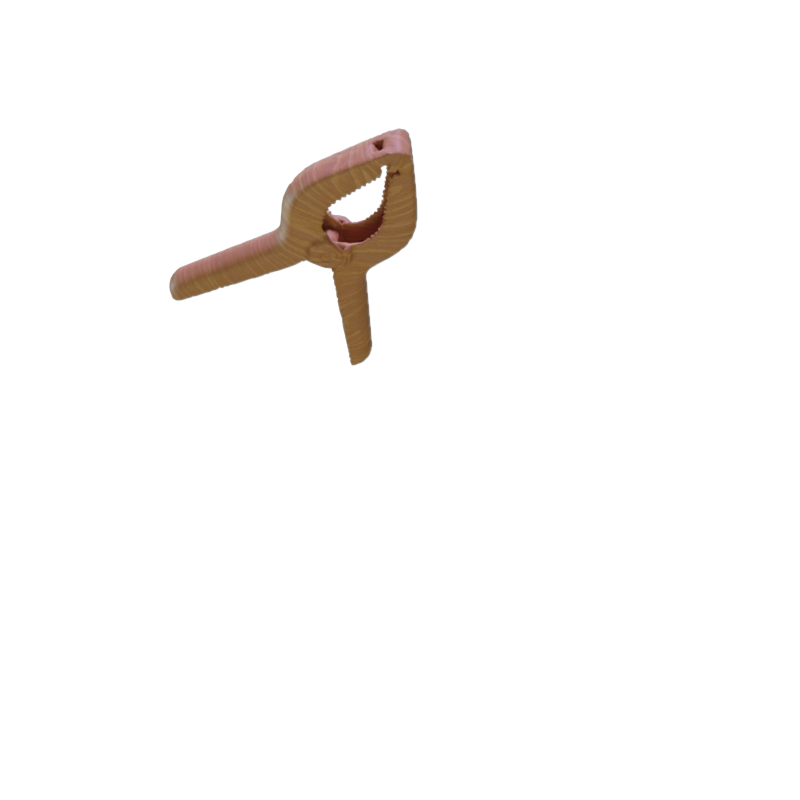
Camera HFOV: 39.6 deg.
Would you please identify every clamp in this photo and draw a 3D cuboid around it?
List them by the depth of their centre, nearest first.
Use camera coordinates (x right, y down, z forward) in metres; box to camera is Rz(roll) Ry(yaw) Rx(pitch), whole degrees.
[{"bbox_3d":[-0.061,-0.111,0.778,0.160,0.039,0.202,16,-45,-17],"label":"clamp"}]
